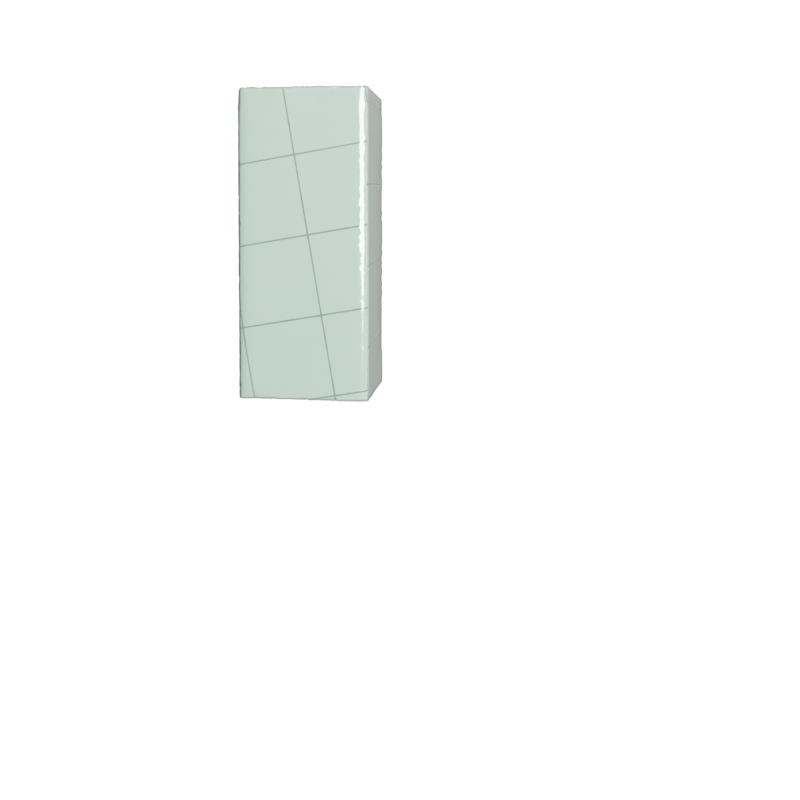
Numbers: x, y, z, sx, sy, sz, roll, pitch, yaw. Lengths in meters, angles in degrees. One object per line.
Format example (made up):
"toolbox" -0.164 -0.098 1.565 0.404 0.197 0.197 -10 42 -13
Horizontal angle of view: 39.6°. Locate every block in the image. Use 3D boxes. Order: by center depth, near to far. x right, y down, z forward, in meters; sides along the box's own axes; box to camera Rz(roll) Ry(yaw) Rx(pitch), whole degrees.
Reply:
"block" -0.061 -0.110 0.771 0.091 0.205 0.090 0 3 7
